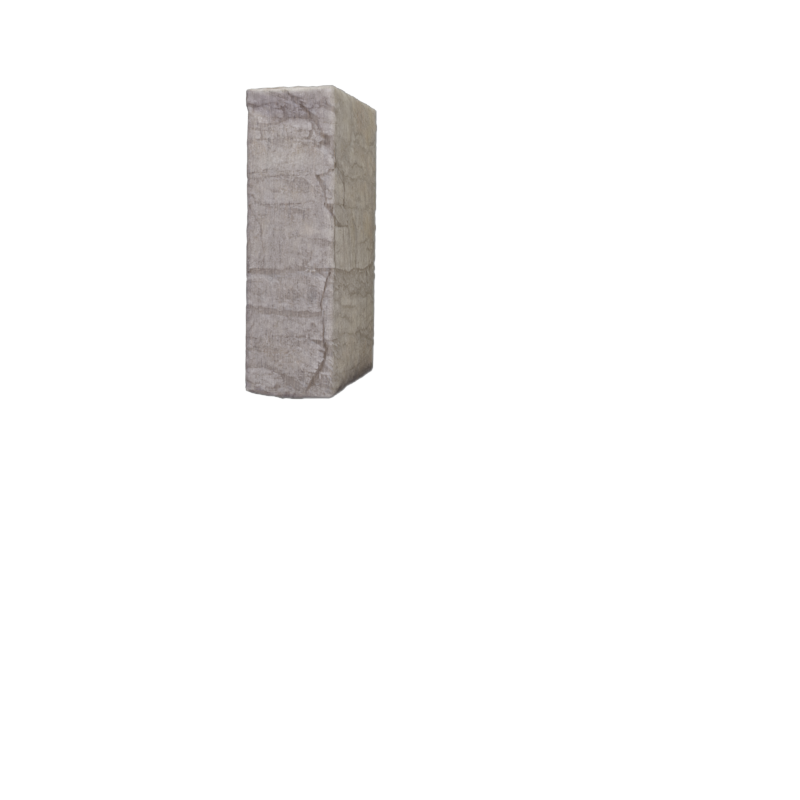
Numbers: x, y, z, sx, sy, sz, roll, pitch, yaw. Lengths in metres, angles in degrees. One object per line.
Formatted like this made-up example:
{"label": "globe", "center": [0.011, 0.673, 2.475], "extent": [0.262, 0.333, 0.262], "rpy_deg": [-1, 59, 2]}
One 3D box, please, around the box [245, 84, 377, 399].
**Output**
{"label": "box", "center": [-0.065, -0.118, 0.827], "extent": [0.073, 0.213, 0.163], "rpy_deg": [0, 3, 10]}
